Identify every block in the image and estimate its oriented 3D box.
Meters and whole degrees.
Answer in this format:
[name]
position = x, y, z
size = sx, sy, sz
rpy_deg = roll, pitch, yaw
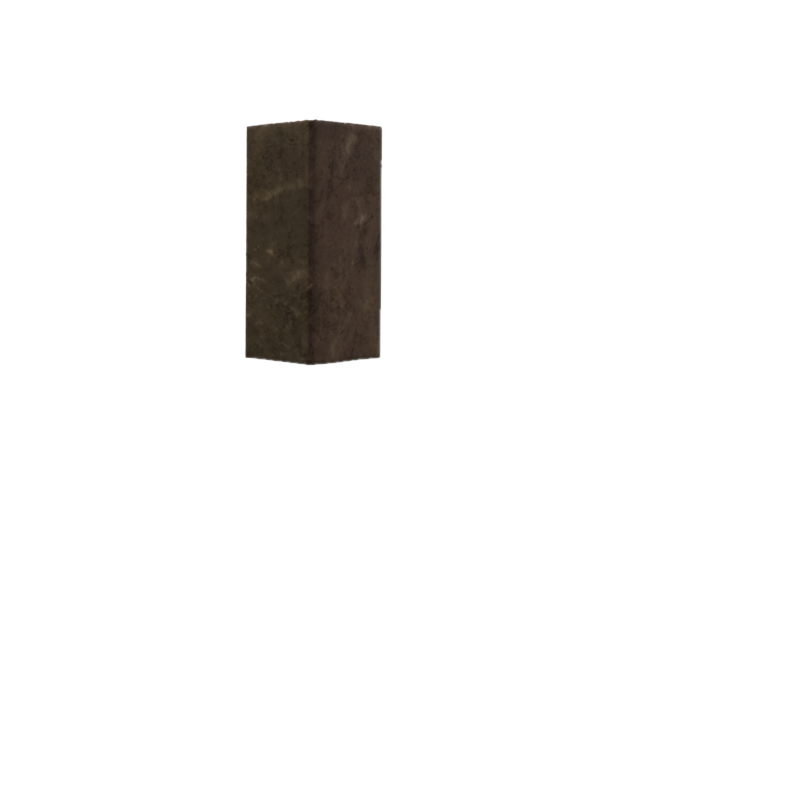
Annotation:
[block]
position = -0.076, -0.141, 0.984
size = 0.094, 0.206, 0.087
rpy_deg = 1, 2, 44
